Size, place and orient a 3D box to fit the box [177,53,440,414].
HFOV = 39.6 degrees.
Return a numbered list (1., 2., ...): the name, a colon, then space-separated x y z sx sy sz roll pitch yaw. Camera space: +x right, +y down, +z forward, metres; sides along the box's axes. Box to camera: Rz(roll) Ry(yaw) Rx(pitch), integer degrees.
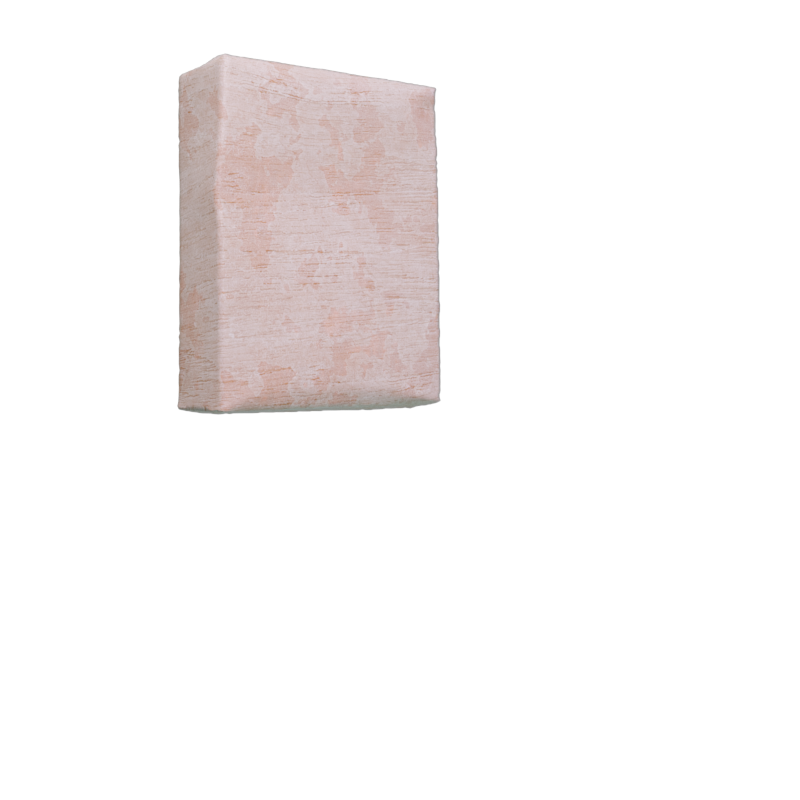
1. box: -0.055 -0.101 0.708 0.158 0.217 0.074 2 -5 -33
